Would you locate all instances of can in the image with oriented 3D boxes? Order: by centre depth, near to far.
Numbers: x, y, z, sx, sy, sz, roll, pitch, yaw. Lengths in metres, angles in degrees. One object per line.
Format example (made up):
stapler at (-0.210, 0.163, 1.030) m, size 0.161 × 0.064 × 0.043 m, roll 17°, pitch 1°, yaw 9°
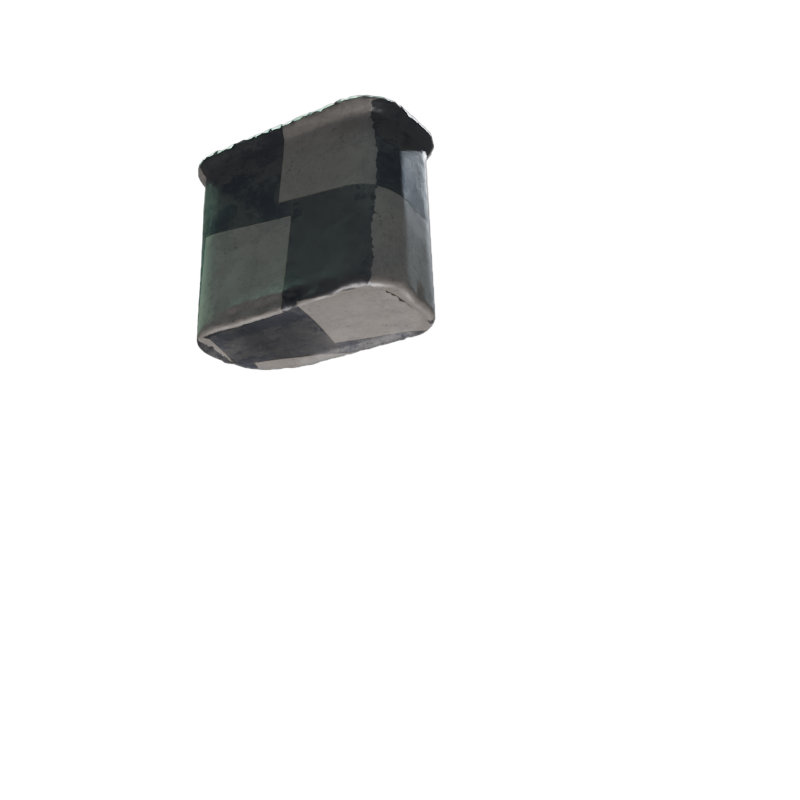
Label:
can at (-0.036, -0.065, 0.455) m, size 0.103 × 0.089 × 0.053 m, roll -16°, pitch -30°, yaw 29°
